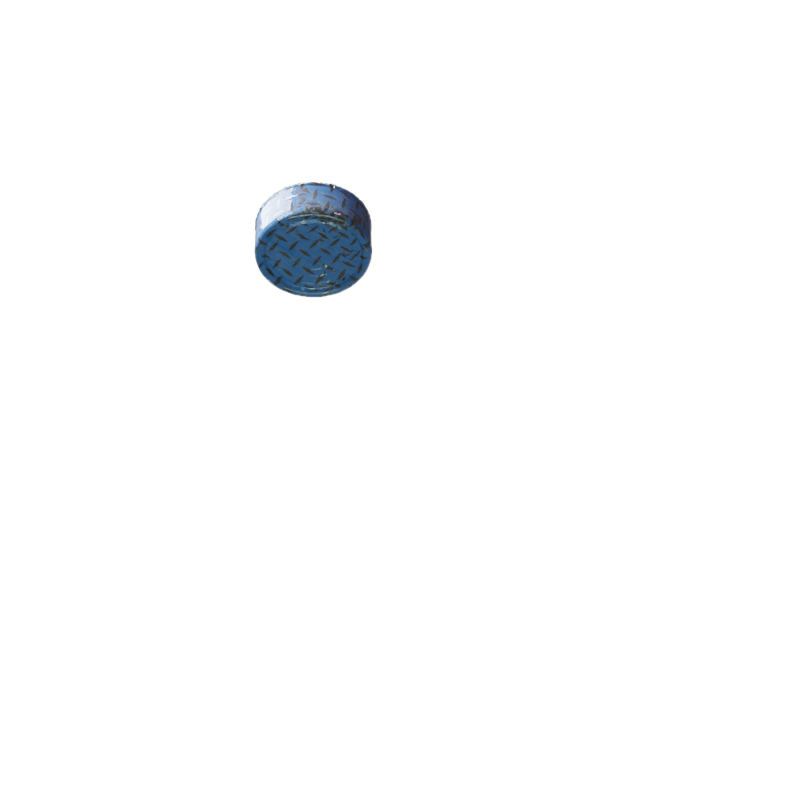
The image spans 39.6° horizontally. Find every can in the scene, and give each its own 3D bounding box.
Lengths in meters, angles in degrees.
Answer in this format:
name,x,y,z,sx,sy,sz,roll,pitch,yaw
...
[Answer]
name,x,y,z,sx,sy,sz,roll,pitch,yaw
can,-0.063,-0.115,0.804,0.086,0.036,0.080,1,-44,-1
